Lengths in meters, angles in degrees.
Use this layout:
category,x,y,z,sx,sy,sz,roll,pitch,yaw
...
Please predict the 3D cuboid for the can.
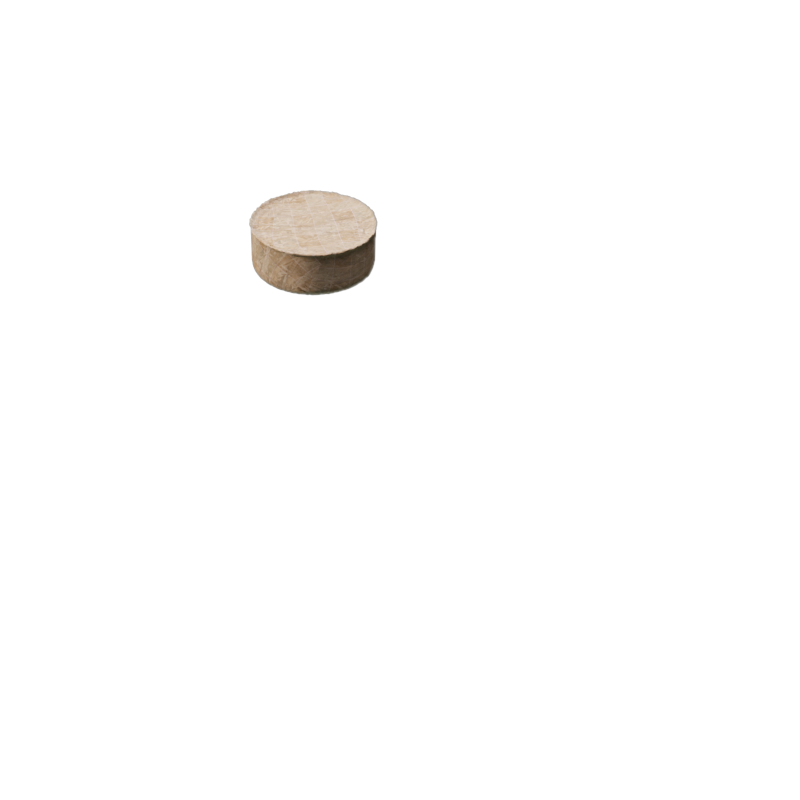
category,x,y,z,sx,sy,sz,roll,pitch,yaw
can,-0.059,-0.107,0.751,0.086,0.031,0.092,-1,37,-2
